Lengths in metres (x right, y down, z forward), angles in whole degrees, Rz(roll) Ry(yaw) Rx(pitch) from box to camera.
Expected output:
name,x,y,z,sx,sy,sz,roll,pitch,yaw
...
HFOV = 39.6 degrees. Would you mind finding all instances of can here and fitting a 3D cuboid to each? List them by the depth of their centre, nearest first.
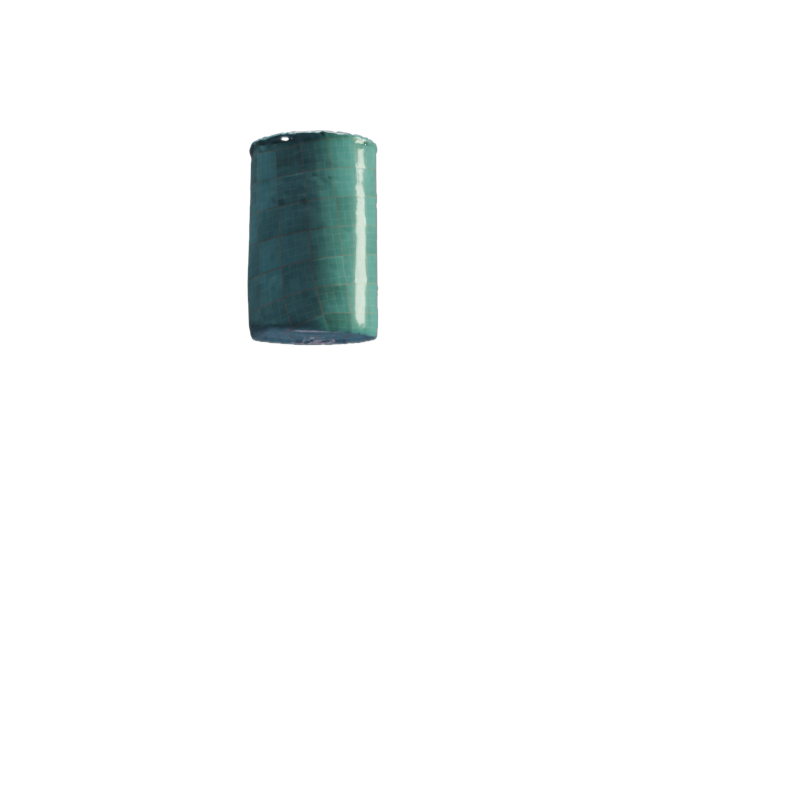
name,x,y,z,sx,sy,sz,roll,pitch,yaw
can,-0.045,-0.083,0.579,0.068,0.105,0.067,0,-8,-2
